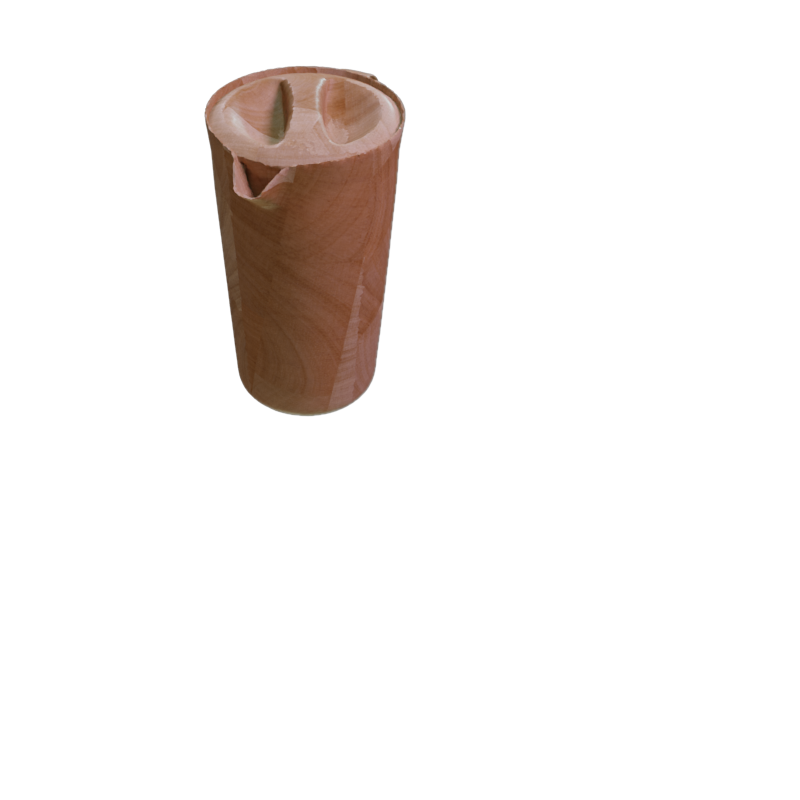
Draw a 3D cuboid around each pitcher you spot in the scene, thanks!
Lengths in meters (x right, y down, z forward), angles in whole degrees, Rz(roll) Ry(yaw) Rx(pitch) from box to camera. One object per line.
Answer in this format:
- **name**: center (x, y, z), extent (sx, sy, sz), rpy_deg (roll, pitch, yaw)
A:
- **pitcher**: center (-0.063, -0.115, 0.808), extent (0.147, 0.227, 0.157), rpy_deg (-13, 42, -18)
